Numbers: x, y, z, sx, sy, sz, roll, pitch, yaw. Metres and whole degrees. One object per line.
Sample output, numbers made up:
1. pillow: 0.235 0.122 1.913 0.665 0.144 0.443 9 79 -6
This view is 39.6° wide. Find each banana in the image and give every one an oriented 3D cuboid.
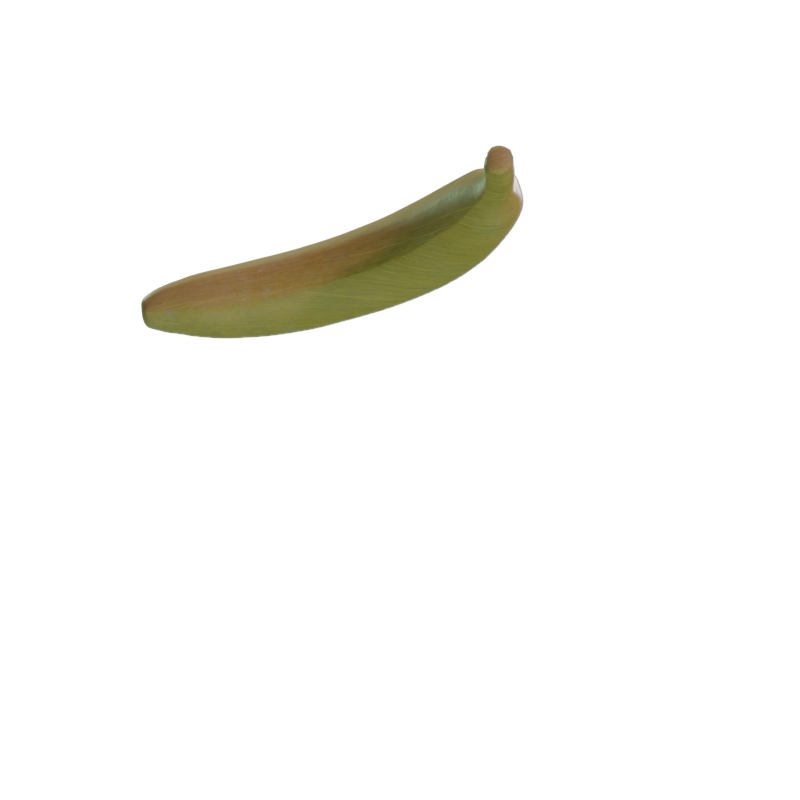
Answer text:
1. banana: -0.023 -0.062 0.480 0.199 0.039 0.065 -19 -34 32
